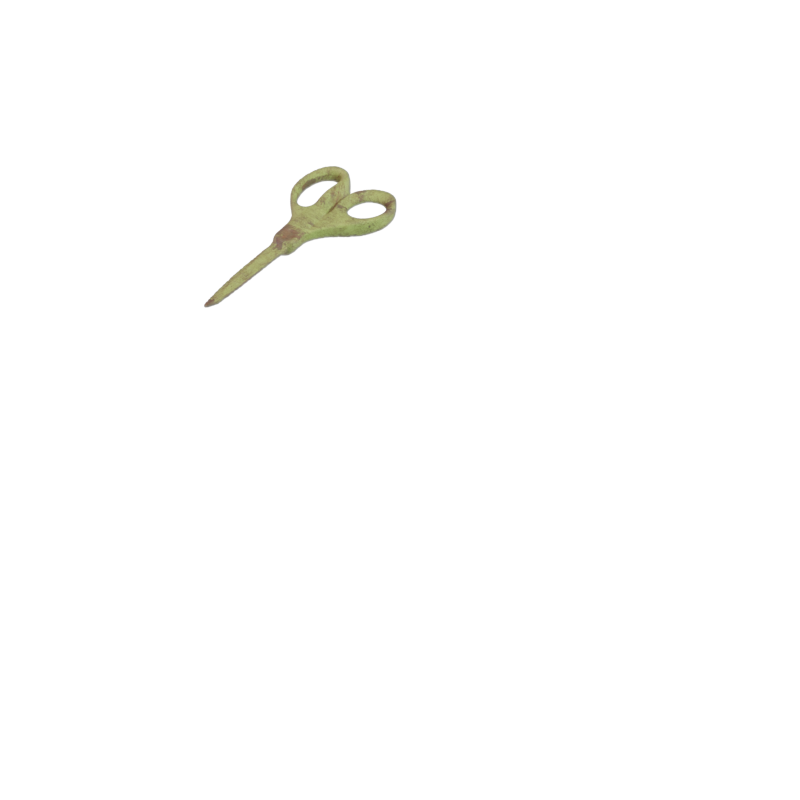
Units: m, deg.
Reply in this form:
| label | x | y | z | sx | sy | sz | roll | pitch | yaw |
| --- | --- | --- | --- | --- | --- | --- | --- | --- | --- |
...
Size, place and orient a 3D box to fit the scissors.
| label | x | y | z | sx | sy | sz | roll | pitch | yaw |
| --- | --- | --- | --- | --- | --- | --- | --- | --- | --- |
| scissors | -0.067 | -0.122 | 0.853 | 0.098 | 0.015 | 0.211 | 11 | 42 | 12 |
